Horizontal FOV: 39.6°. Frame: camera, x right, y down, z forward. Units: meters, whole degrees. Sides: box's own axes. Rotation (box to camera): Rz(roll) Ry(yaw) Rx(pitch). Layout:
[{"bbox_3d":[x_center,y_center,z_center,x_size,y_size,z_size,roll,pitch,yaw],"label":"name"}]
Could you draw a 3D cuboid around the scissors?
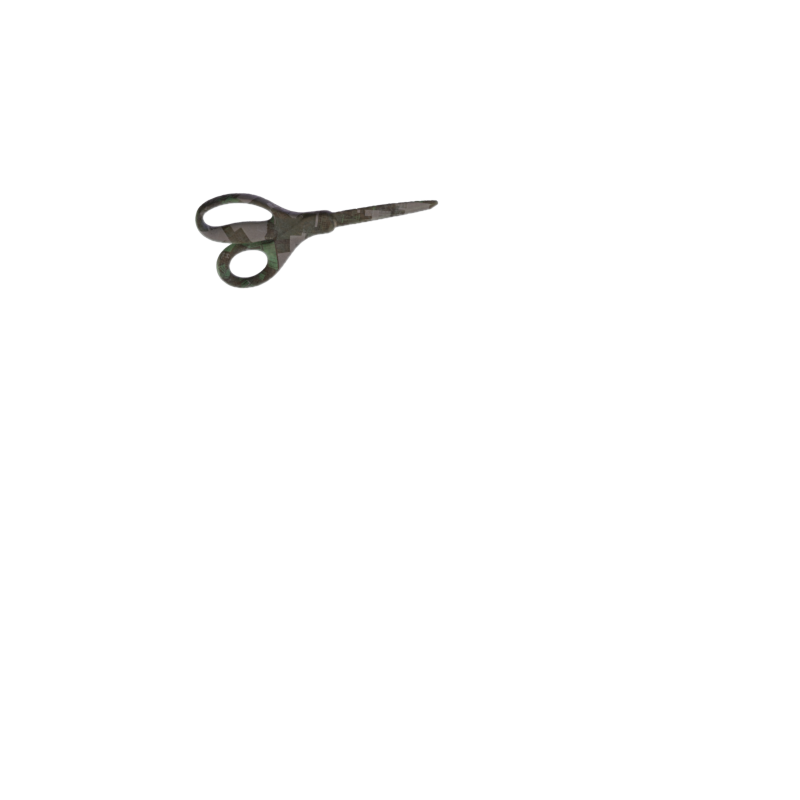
[{"bbox_3d":[-0.074,-0.135,0.943,0.201,0.091,0.017,4,31,-3],"label":"scissors"}]
